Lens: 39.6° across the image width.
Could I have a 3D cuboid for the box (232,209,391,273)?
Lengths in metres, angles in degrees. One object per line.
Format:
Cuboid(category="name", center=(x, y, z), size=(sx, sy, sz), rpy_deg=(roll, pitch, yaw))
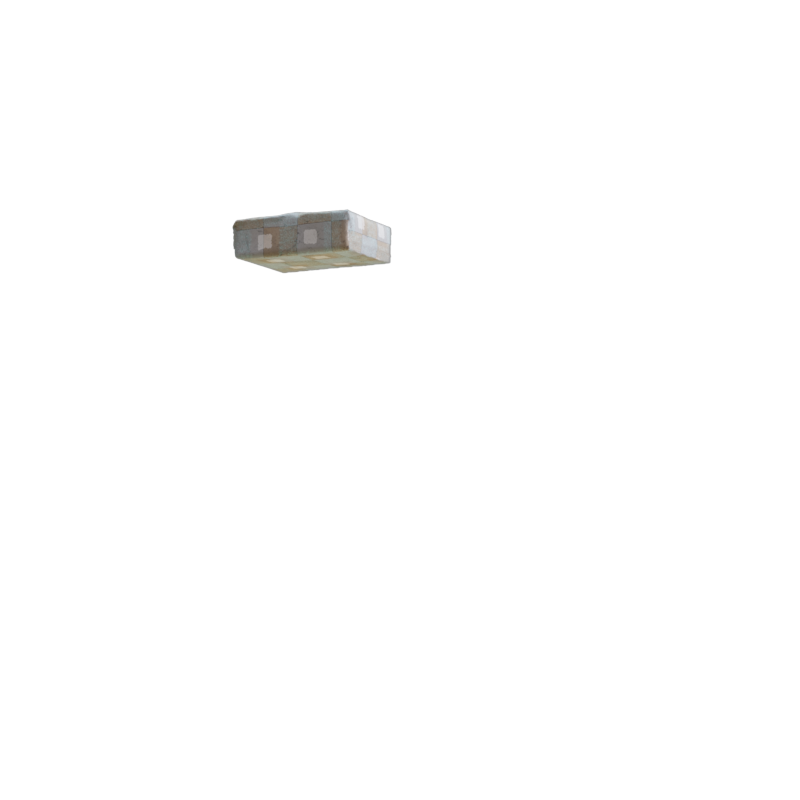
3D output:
Cuboid(category="box", center=(-0.060, -0.110, 0.768), size=(0.092, 0.031, 0.070), rpy_deg=(-1, -3, 24))
